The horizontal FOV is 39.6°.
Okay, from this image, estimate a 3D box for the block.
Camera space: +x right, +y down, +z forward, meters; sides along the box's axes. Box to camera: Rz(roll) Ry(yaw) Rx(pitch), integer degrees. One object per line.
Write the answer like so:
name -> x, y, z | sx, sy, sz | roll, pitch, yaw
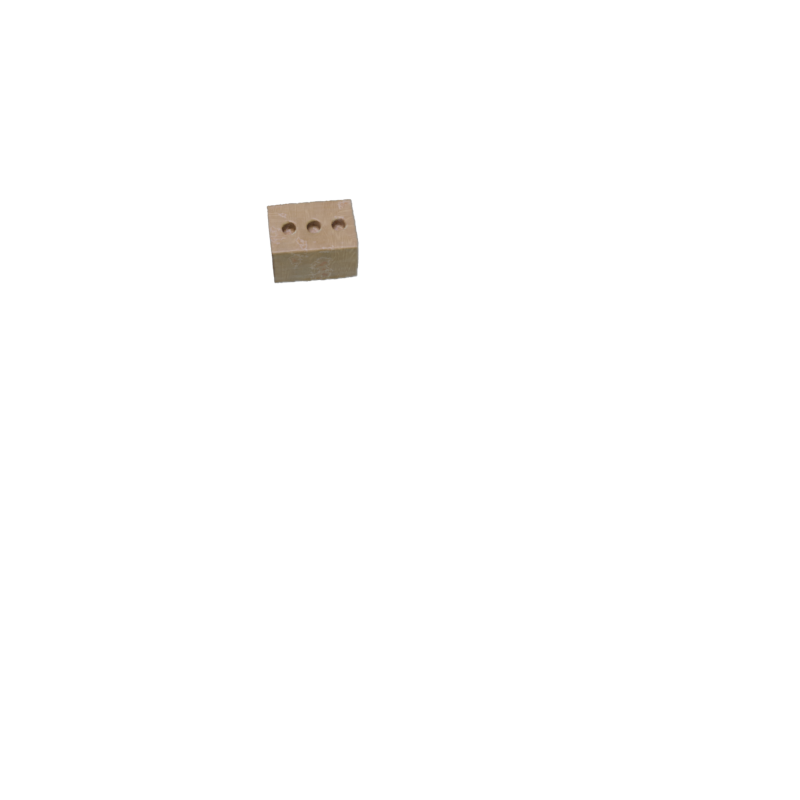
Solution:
block -> -0.077, -0.141, 0.984 | 0.077, 0.056, 0.048 | -6, -30, -5
